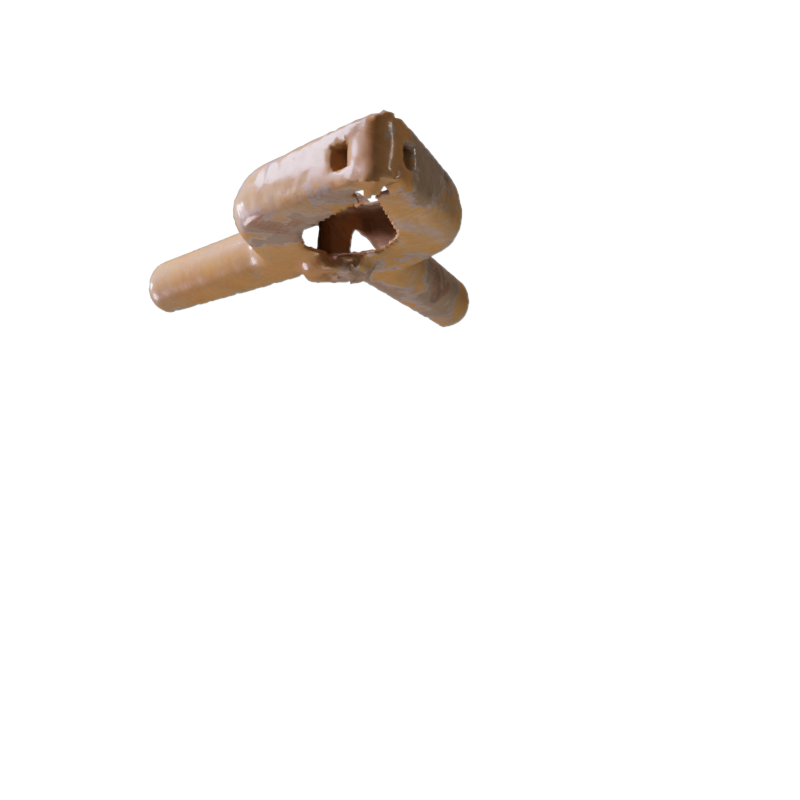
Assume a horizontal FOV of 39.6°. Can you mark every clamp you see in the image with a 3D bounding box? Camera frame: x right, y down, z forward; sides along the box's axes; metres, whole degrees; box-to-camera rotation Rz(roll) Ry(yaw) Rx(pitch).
[{"bbox_3d":[-0.039,-0.070,0.493,0.164,0.038,0.203,1,-12,-3],"label":"clamp"}]
